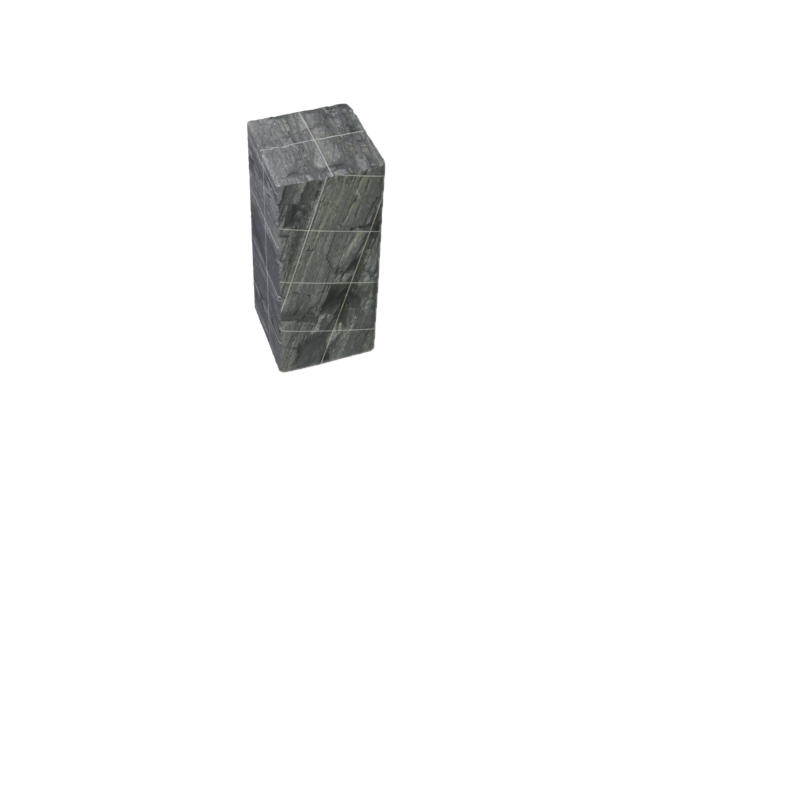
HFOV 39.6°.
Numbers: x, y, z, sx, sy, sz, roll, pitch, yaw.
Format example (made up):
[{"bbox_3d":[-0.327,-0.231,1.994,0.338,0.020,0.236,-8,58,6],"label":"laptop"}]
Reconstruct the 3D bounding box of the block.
[{"bbox_3d":[-0.072,-0.133,0.931,0.089,0.192,0.098,-13,47,-16],"label":"block"}]
